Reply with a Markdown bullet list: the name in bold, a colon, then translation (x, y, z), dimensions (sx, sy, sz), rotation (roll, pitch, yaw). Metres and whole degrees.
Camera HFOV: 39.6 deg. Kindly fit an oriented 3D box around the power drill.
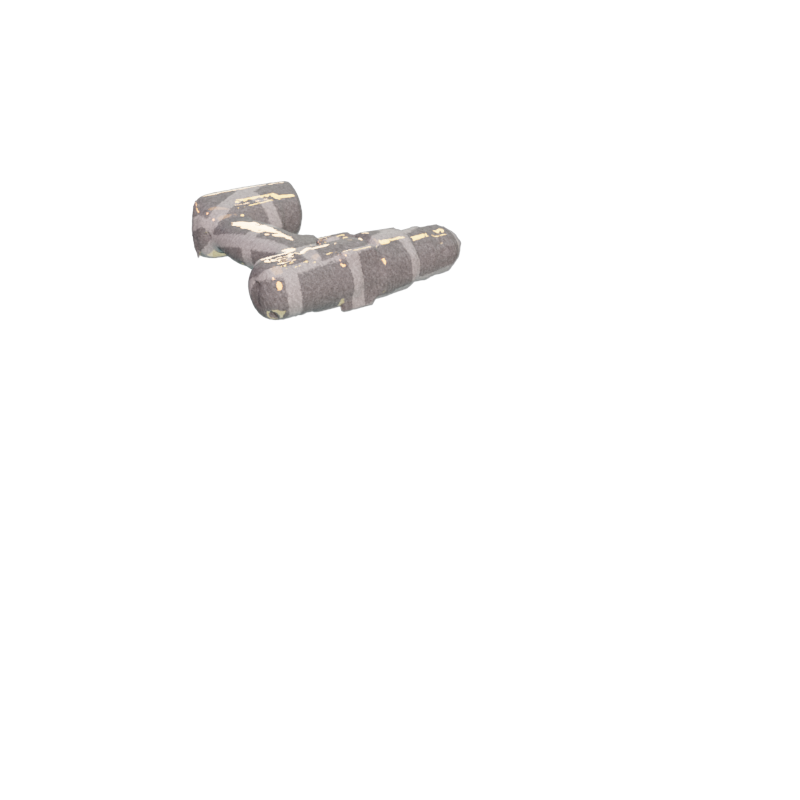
- **power drill**: translation (-0.070, -0.128, 0.900), dimensions (0.181, 0.055, 0.200), rotation (-16, 29, -31)
